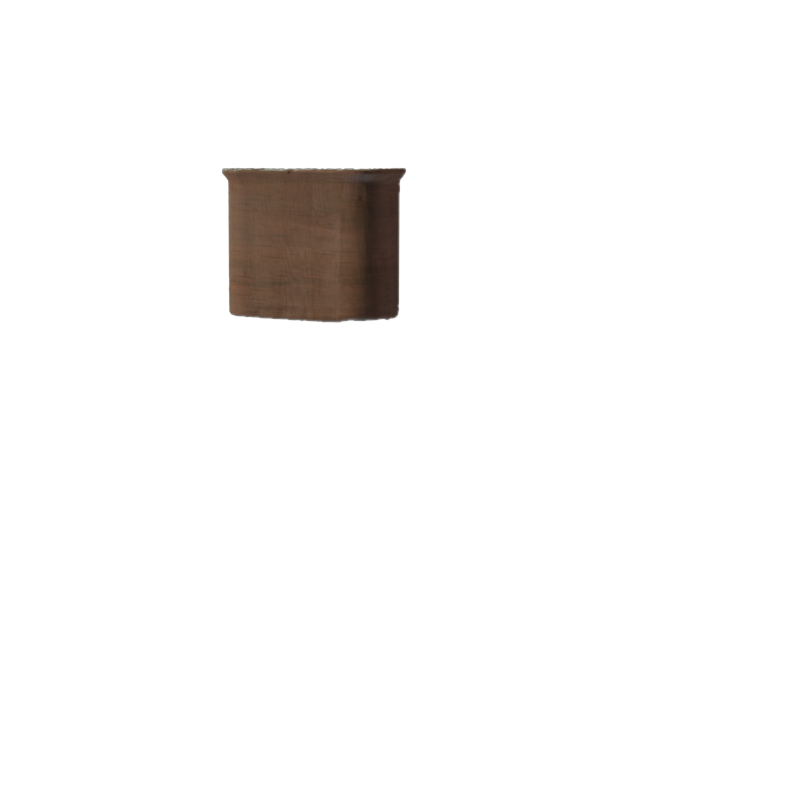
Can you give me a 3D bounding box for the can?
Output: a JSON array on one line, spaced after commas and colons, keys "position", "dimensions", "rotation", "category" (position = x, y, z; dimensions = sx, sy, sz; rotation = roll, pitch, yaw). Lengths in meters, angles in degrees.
[{"position": [-0.049, -0.090, 0.628], "dimensions": [0.105, 0.083, 0.057], "rotation": [4, 8, 23], "category": "can"}]
